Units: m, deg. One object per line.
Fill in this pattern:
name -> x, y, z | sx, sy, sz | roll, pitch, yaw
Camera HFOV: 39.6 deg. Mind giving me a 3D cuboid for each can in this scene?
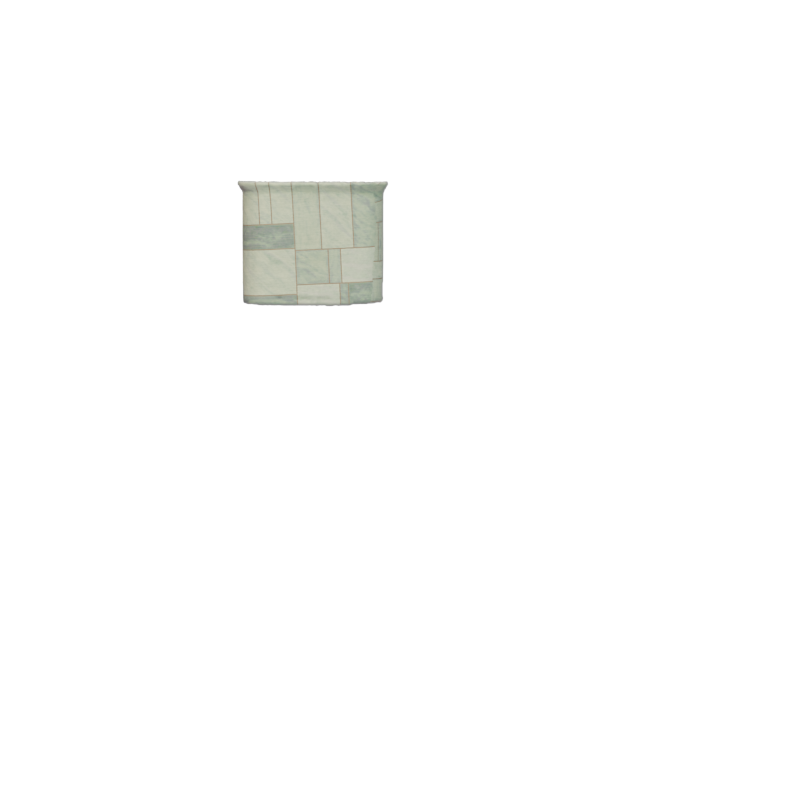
can -> -0.060, -0.109, 0.764 | 0.102, 0.083, 0.058 | 1, 6, 4
